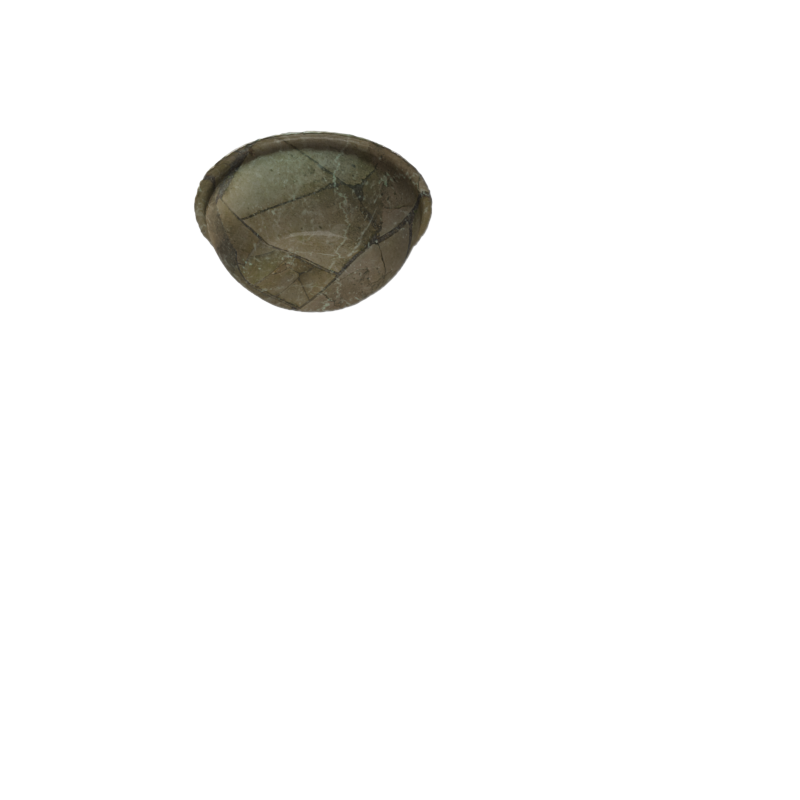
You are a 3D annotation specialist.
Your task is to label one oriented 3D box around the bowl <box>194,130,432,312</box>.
[{"bbox_3d":[-0.058,-0.105,0.739,0.162,0.059,0.152,1,-32,-2],"label":"bowl"}]
